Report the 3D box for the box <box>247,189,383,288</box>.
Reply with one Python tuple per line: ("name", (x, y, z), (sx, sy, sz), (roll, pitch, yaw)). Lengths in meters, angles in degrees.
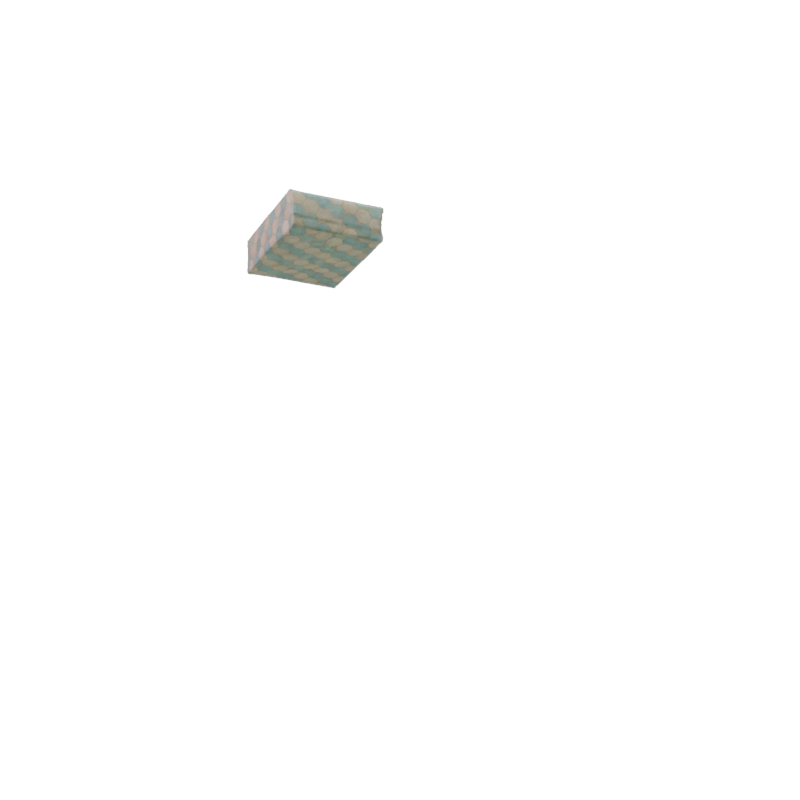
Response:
("box", (-0.078, -0.142, 0.996), (0.087, 0.041, 0.112), (8, -20, -24))
